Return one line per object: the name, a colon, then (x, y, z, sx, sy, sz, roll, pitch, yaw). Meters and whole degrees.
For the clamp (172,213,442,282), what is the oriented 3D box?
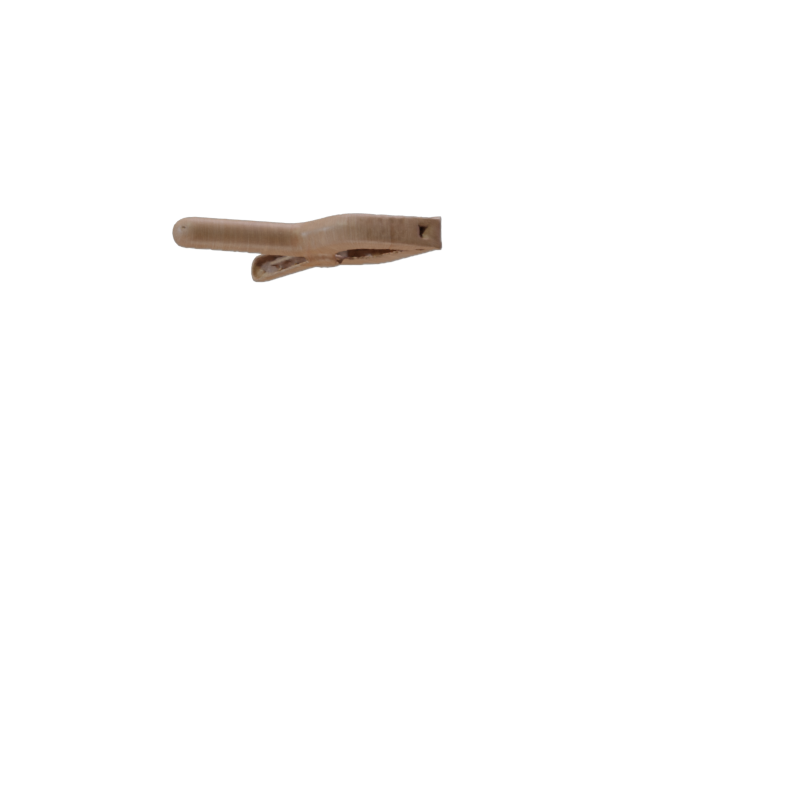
clamp: (-0.072, -0.131, 0.916, 0.215, 0.037, 0.157, -3, -6, 26)
